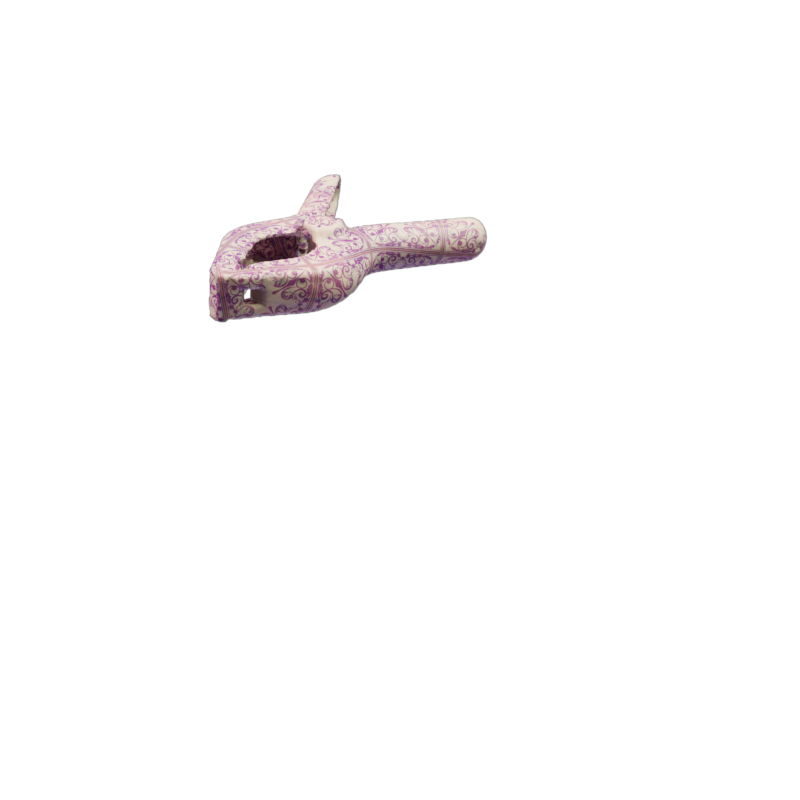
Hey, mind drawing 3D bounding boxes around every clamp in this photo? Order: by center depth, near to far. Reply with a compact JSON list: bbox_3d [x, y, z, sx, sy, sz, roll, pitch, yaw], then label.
[{"bbox_3d":[-0.048,-0.088,0.618,0.169,0.037,0.128,-21,32,-39],"label":"clamp"}]
